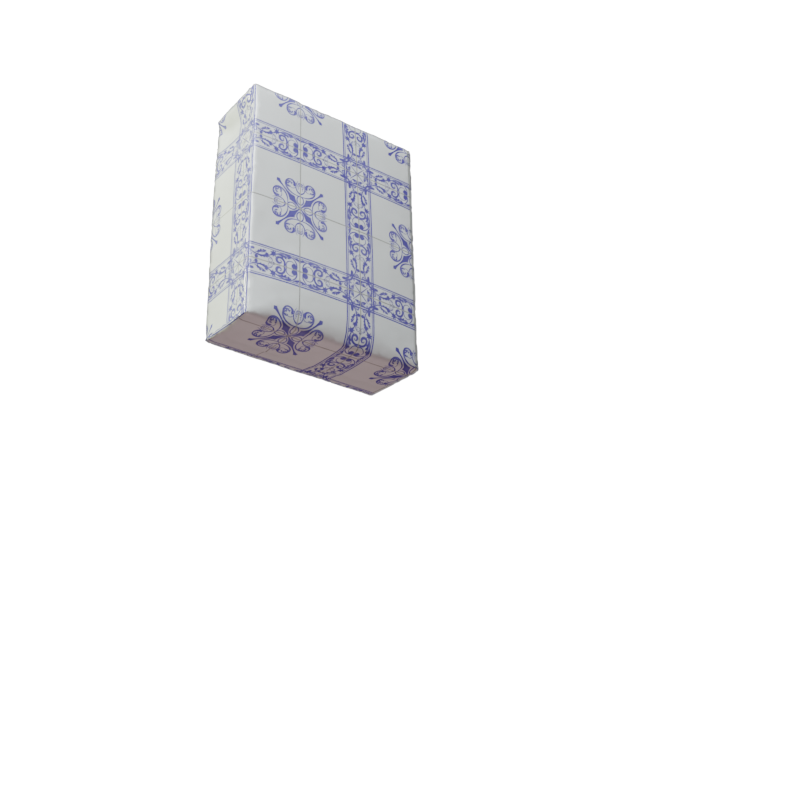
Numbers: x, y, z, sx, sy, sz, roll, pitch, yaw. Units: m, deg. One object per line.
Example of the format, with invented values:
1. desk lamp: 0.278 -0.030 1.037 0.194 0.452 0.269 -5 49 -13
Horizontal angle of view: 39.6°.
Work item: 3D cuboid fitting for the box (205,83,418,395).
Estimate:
1. box: -0.071 -0.129 0.901 0.156 0.228 0.071 18 -35 -32
